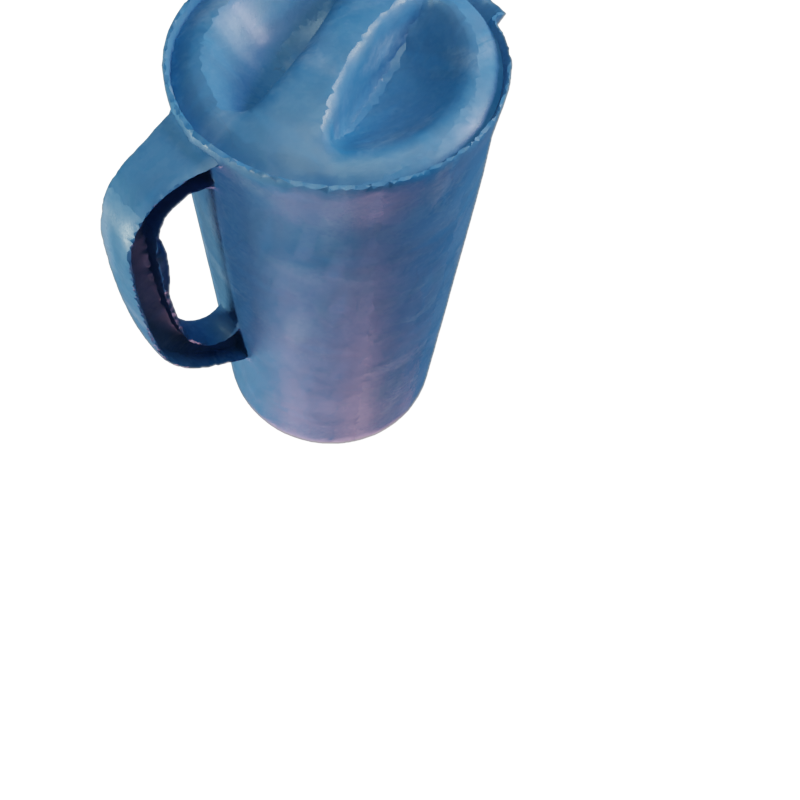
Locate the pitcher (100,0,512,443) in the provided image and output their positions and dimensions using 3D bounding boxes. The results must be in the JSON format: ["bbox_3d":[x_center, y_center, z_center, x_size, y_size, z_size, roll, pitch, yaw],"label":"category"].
[{"bbox_3d":[-0.040,-0.073,0.511,0.150,0.154,0.228,6,-32,1],"label":"pitcher"}]
